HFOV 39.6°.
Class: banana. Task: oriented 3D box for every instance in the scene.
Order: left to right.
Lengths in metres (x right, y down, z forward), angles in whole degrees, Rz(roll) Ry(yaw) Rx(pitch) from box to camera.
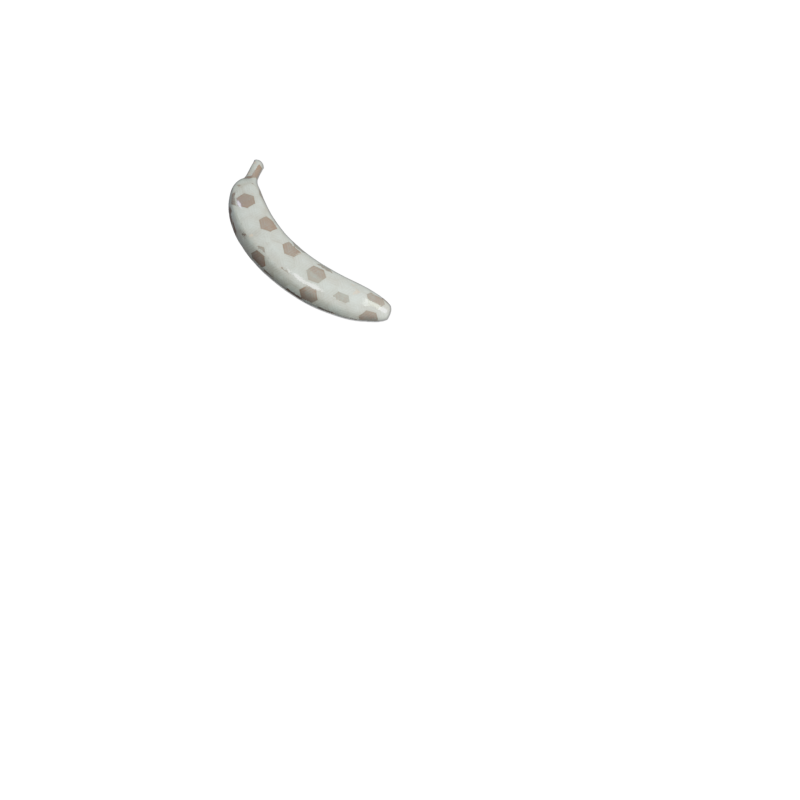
[{"bbox_3d":[-0.093,-0.131,0.972,0.070,0.208,0.035,-35,-19,-14],"label":"banana"}]
